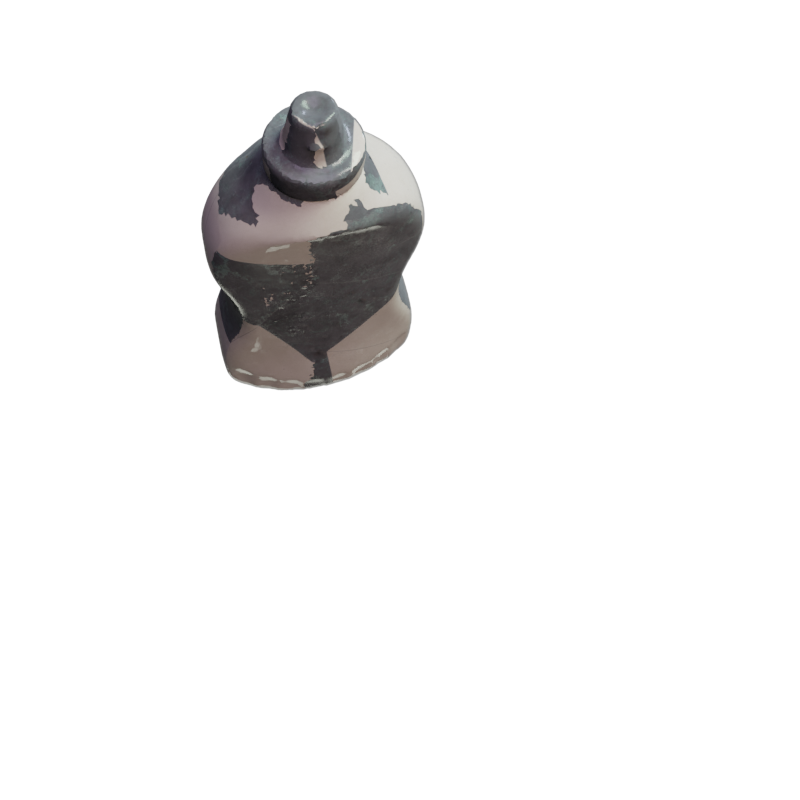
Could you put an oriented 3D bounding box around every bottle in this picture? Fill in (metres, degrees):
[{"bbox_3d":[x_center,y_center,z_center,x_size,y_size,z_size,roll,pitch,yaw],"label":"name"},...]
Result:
[{"bbox_3d":[-0.038,-0.070,0.492,0.095,0.062,0.181,-10,-25,-8],"label":"bottle"}]
